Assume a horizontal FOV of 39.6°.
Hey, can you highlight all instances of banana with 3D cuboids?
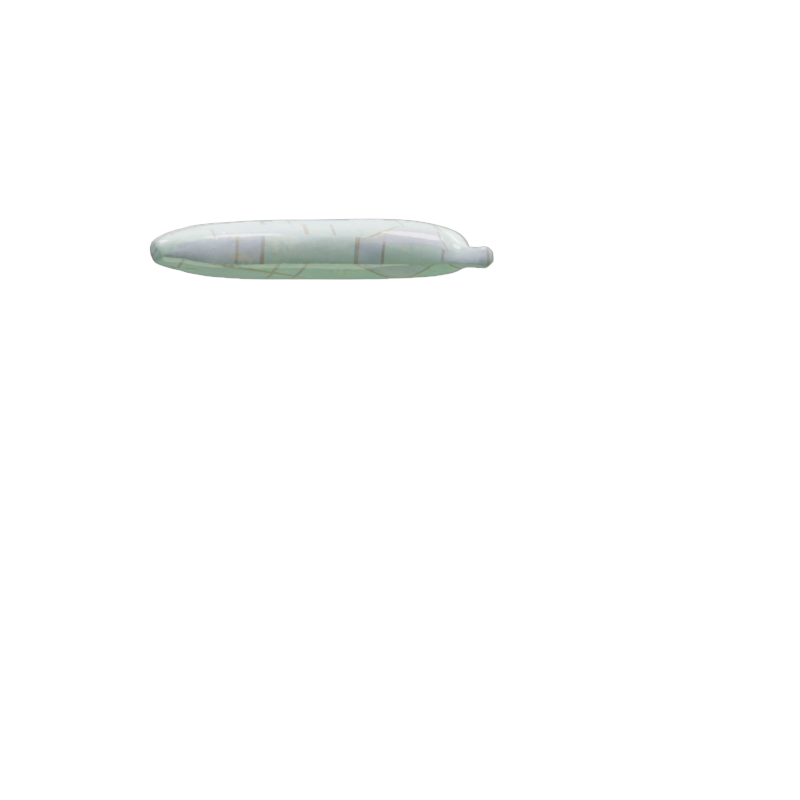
[{"bbox_3d":[-0.046,-0.092,0.663,0.199,0.037,0.068,0,-3,5],"label":"banana"}]
